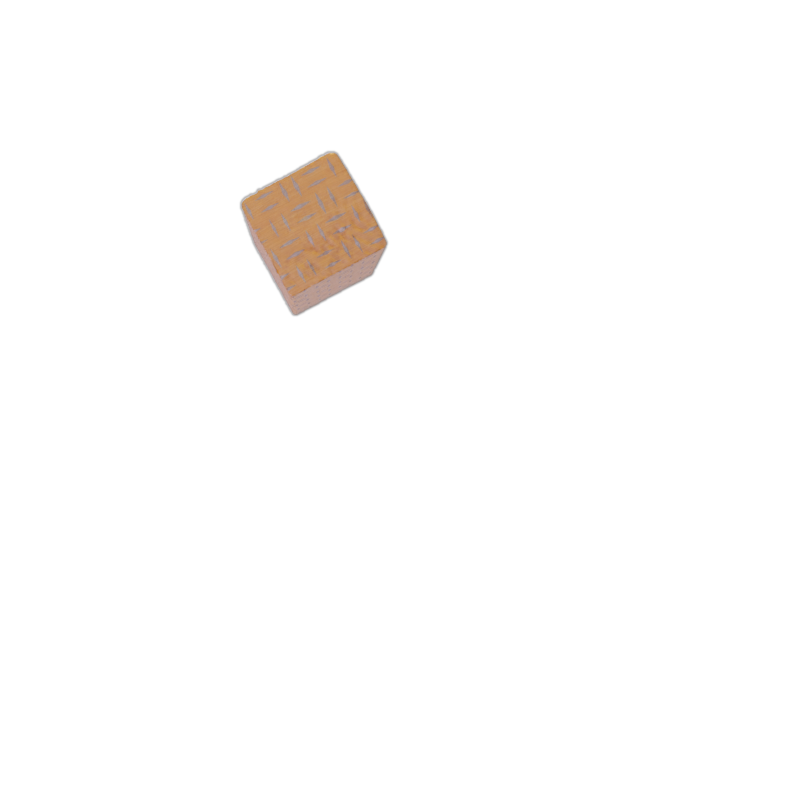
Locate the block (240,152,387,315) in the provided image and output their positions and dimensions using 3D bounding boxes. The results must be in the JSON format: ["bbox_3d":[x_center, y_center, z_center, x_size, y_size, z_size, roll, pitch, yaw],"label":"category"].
[{"bbox_3d":[-0.077,-0.140,0.979,0.091,0.091,0.204,-29,1,-4],"label":"block"}]
